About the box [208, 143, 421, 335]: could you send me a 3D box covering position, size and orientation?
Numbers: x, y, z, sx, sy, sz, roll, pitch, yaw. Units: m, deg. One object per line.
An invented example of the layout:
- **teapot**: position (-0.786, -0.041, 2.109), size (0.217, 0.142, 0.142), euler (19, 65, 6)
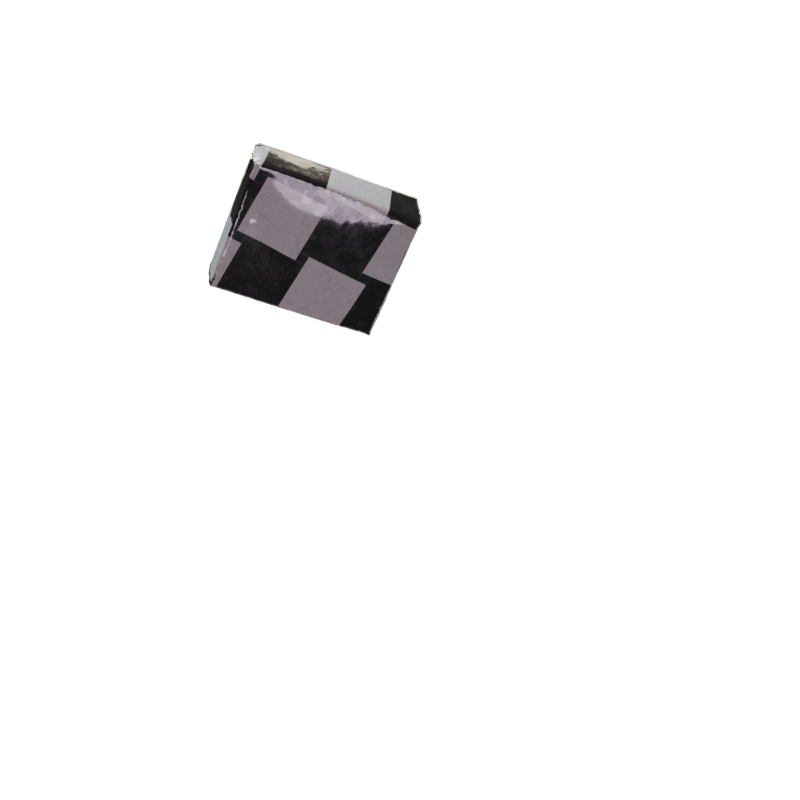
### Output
- **box**: position (-0.055, -0.100, 0.699), size (0.111, 0.087, 0.041), euler (19, 25, -10)
